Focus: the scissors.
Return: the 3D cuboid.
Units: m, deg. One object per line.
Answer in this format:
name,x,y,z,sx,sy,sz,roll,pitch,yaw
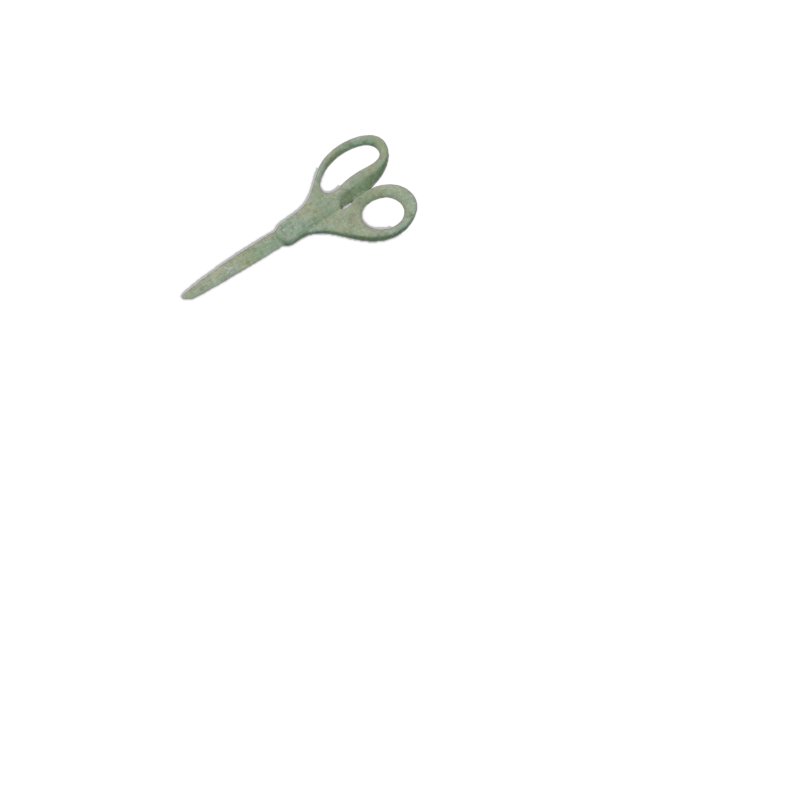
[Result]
scissors,-0.068,-0.124,0.866,0.099,0.204,0.015,38,-15,11
